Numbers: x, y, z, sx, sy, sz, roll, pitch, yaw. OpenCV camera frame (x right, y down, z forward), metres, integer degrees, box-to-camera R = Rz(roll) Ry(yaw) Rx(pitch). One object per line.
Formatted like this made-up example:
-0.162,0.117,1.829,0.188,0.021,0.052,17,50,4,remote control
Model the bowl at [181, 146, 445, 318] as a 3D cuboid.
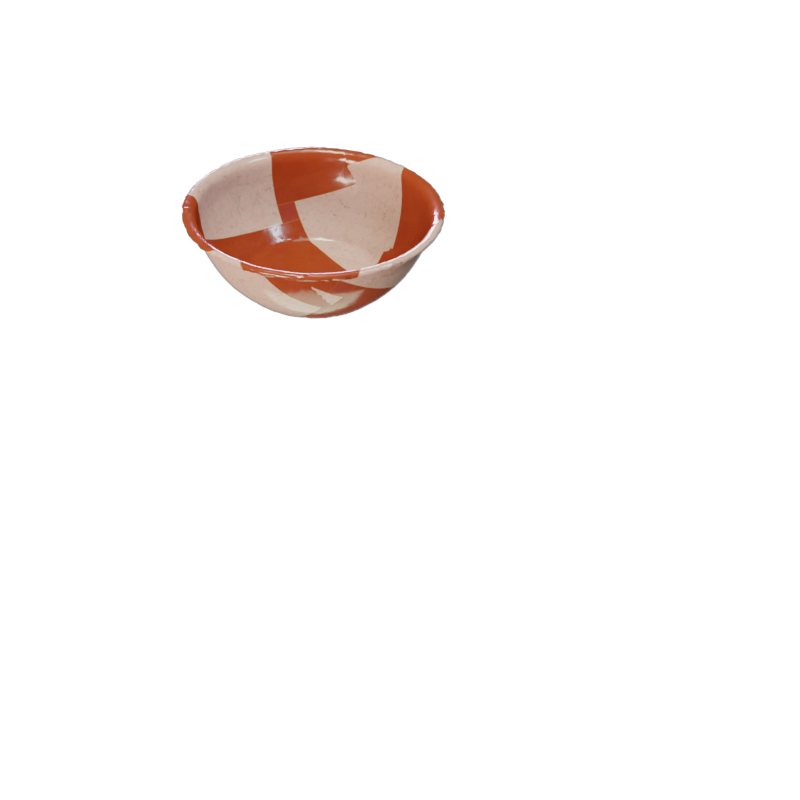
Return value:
-0.055,-0.099,0.696,0.162,0.051,0.173,-1,37,-2,bowl
